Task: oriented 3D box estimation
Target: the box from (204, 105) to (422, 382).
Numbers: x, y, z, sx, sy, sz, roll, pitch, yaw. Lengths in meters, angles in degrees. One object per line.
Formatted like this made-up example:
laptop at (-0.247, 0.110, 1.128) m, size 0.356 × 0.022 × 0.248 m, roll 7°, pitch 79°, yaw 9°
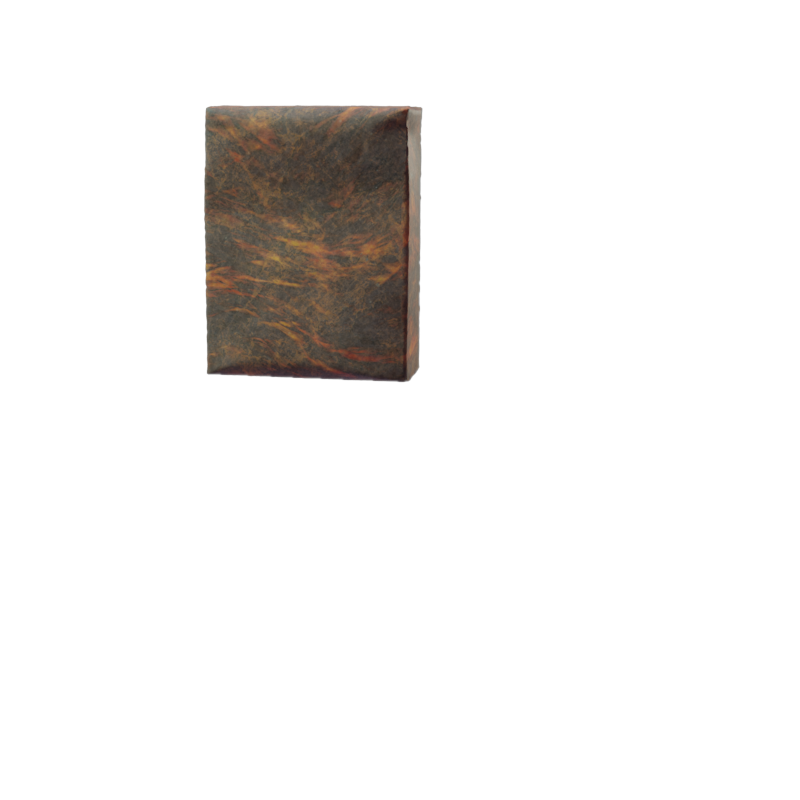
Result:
box at (-0.069, -0.125, 0.875) m, size 0.167 × 0.210 × 0.072 m, roll 3°, pitch 8°, yaw 12°
